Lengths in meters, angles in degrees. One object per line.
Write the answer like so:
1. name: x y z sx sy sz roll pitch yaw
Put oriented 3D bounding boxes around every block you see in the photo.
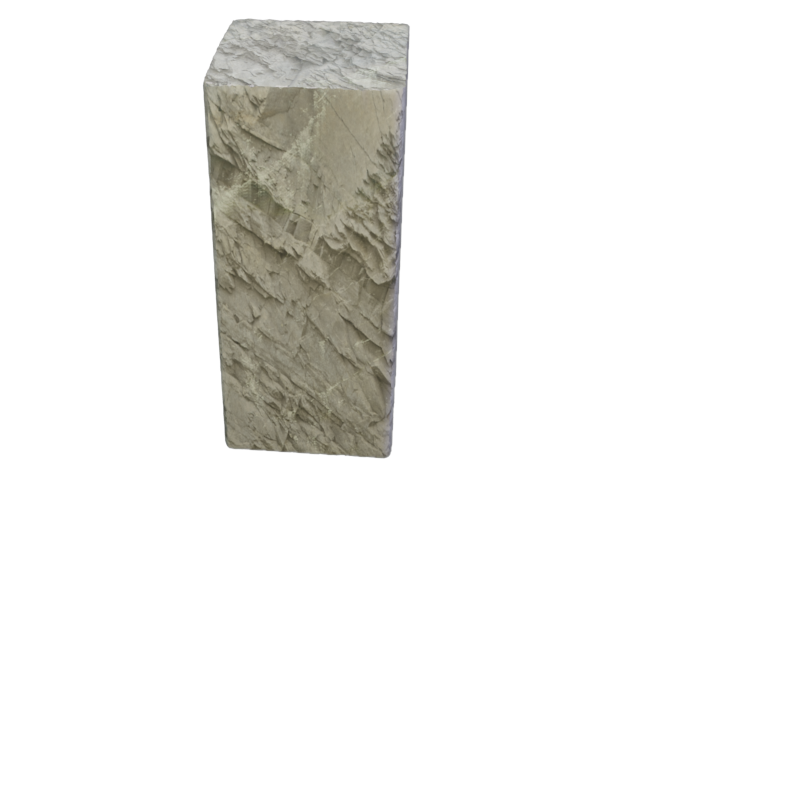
1. block: -0.045 -0.080 0.565 0.091 0.193 0.096 4 33 2
